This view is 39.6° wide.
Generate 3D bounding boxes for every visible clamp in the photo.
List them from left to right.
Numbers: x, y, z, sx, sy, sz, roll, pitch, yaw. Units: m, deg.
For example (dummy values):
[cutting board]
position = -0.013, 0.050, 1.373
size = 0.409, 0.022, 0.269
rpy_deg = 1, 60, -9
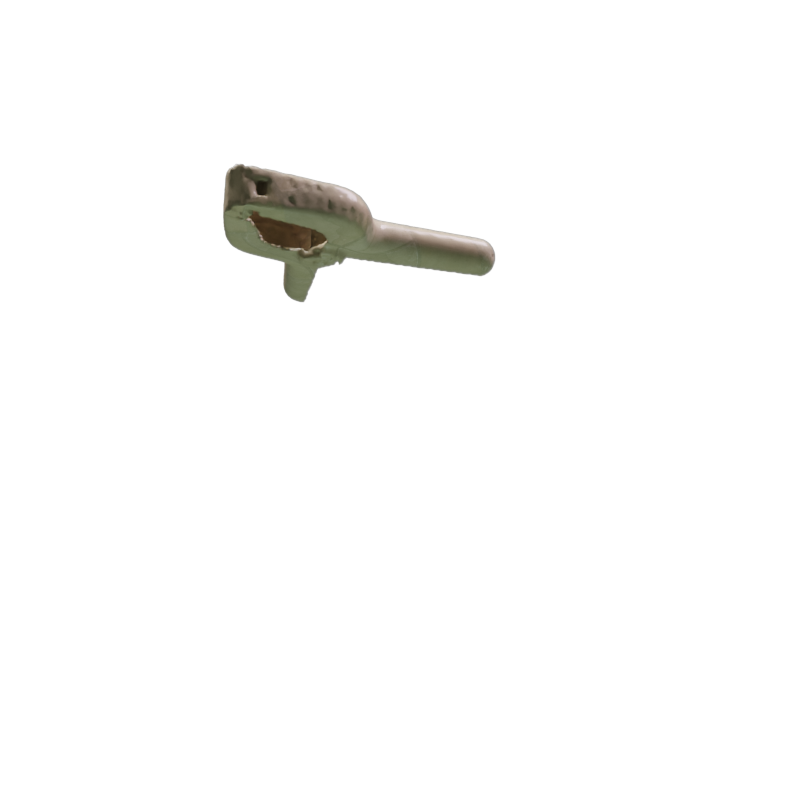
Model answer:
[clamp]
position = -0.057, -0.104, 0.731
size = 0.168, 0.038, 0.198
rpy_deg = -9, -14, 35
